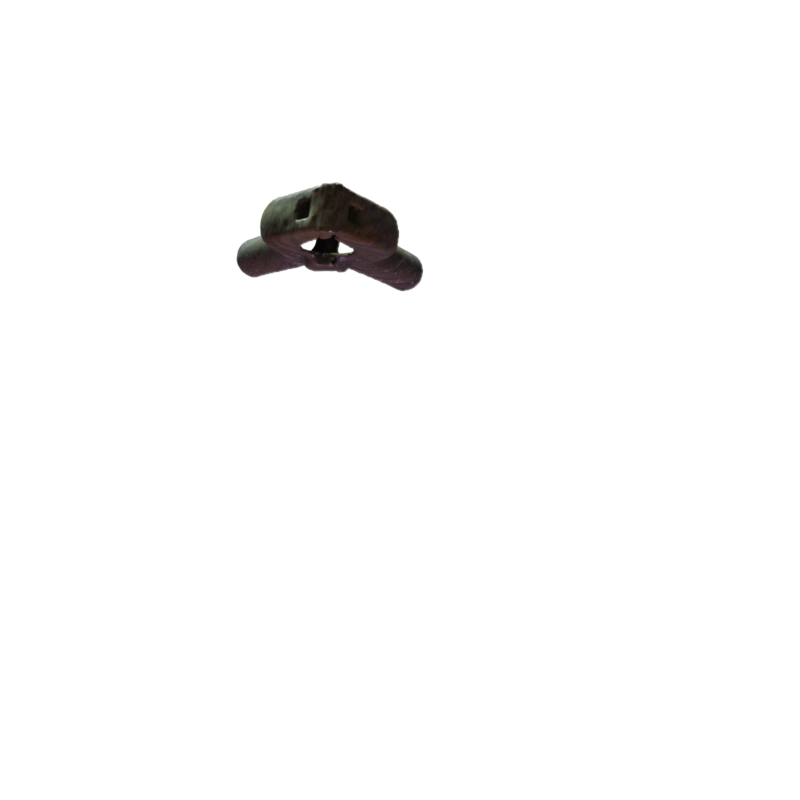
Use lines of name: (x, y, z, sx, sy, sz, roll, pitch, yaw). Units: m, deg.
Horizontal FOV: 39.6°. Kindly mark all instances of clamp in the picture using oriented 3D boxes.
clamp: (-0.052, -0.094, 0.661, 0.121, 0.040, 0.165, -1, -9, 6)
